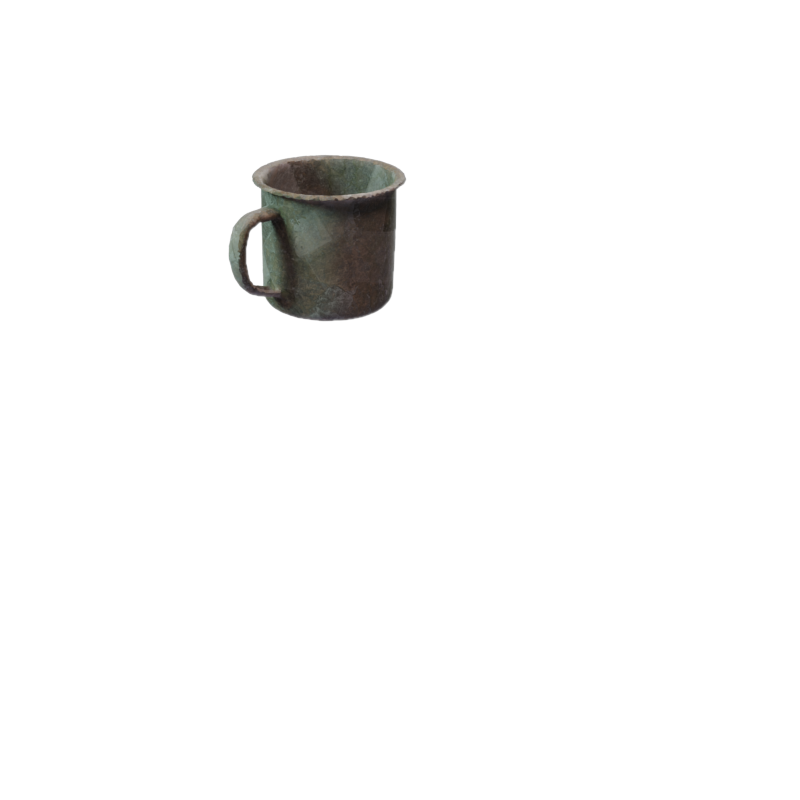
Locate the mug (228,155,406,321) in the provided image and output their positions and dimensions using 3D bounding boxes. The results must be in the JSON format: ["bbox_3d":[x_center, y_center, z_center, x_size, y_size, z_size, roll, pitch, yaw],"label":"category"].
[{"bbox_3d":[-0.053,-0.097,0.677,0.115,0.078,0.099,-20,32,-38],"label":"mug"}]
